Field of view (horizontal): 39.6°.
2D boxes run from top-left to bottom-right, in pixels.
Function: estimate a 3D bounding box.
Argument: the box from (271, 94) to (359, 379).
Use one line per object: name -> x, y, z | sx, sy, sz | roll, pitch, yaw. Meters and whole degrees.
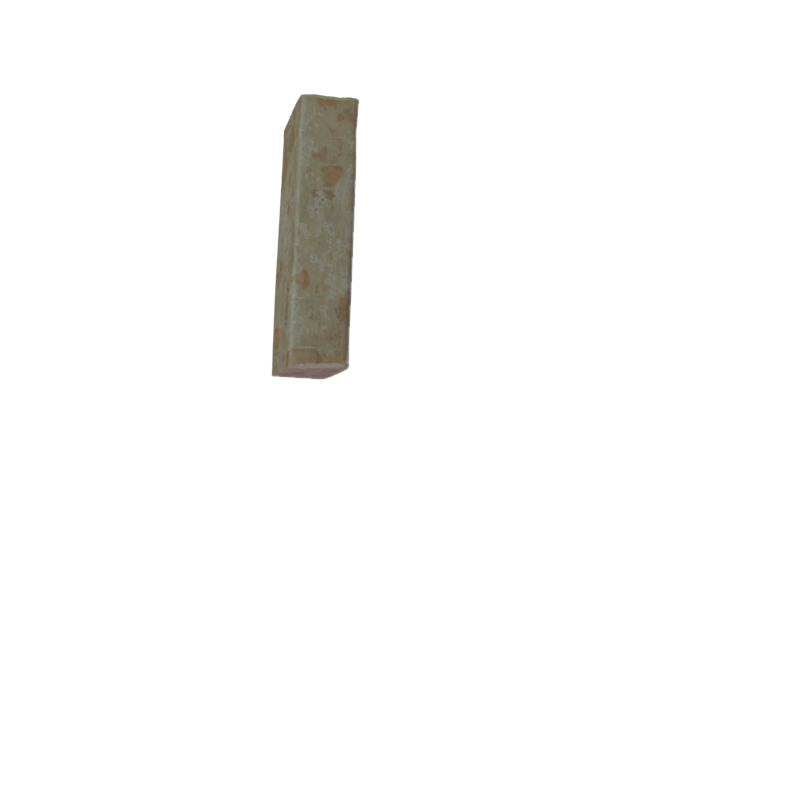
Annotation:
box -> -0.058, -0.105, 0.737 | 0.047, 0.181, 0.092 | 1, -9, -12
